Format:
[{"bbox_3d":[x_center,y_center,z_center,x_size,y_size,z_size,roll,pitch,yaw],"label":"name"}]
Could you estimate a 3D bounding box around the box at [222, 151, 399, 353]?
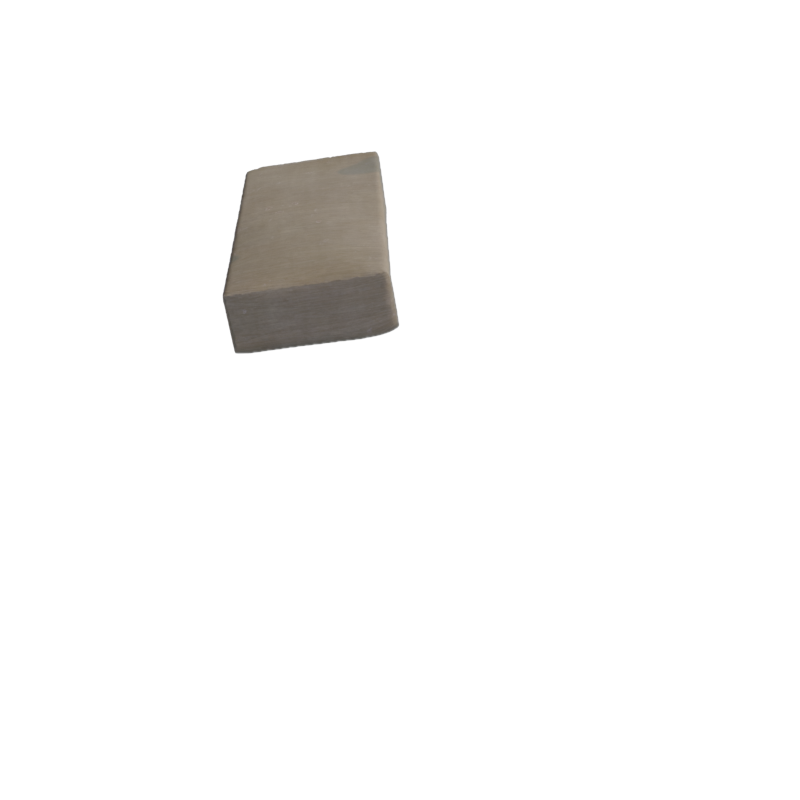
[{"bbox_3d":[-0.053,-0.097,0.677,0.094,0.045,0.188,-8,34,2],"label":"box"}]
